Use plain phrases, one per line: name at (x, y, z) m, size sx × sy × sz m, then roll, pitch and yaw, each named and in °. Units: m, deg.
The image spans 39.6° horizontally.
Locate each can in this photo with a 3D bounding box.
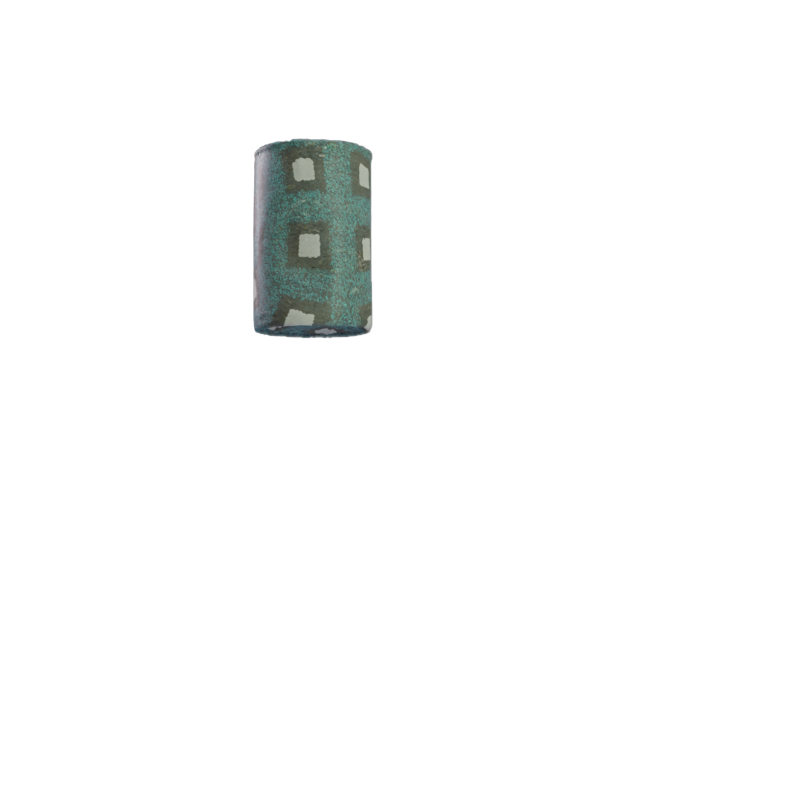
can at (-0.049, -0.089, 0.624) m, size 0.068 × 0.105 × 0.067 m, roll 0°, pitch -9°, yaw -2°
